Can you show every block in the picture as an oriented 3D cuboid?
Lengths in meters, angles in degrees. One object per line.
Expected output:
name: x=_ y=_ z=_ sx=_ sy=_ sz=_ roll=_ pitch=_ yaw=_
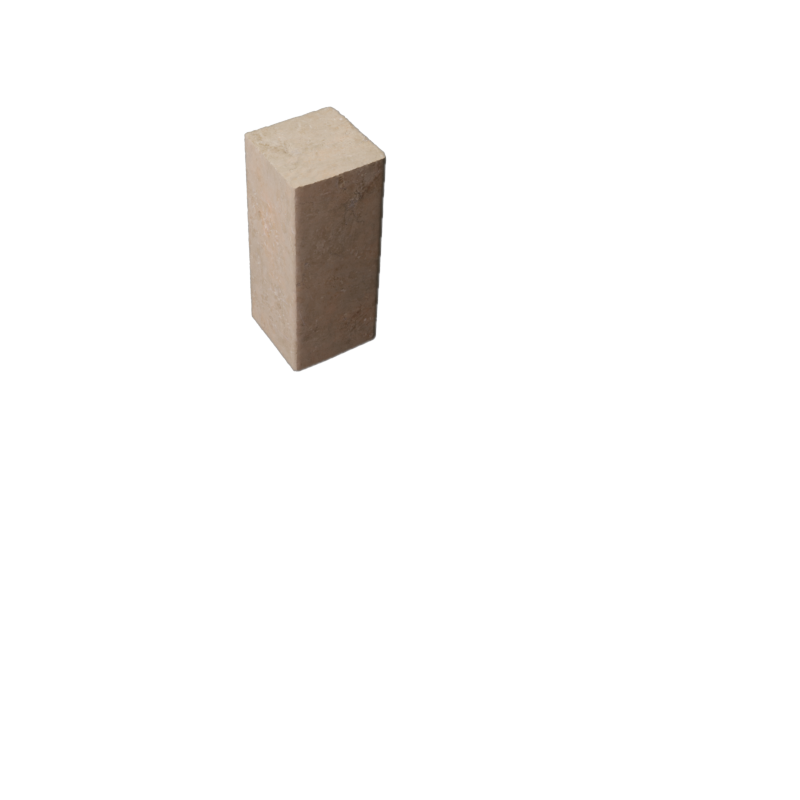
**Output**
block: x=-0.075 y=-0.139 z=0.973 sx=0.089 sy=0.192 sz=0.098 roll=-21 pitch=48 yaw=-25
